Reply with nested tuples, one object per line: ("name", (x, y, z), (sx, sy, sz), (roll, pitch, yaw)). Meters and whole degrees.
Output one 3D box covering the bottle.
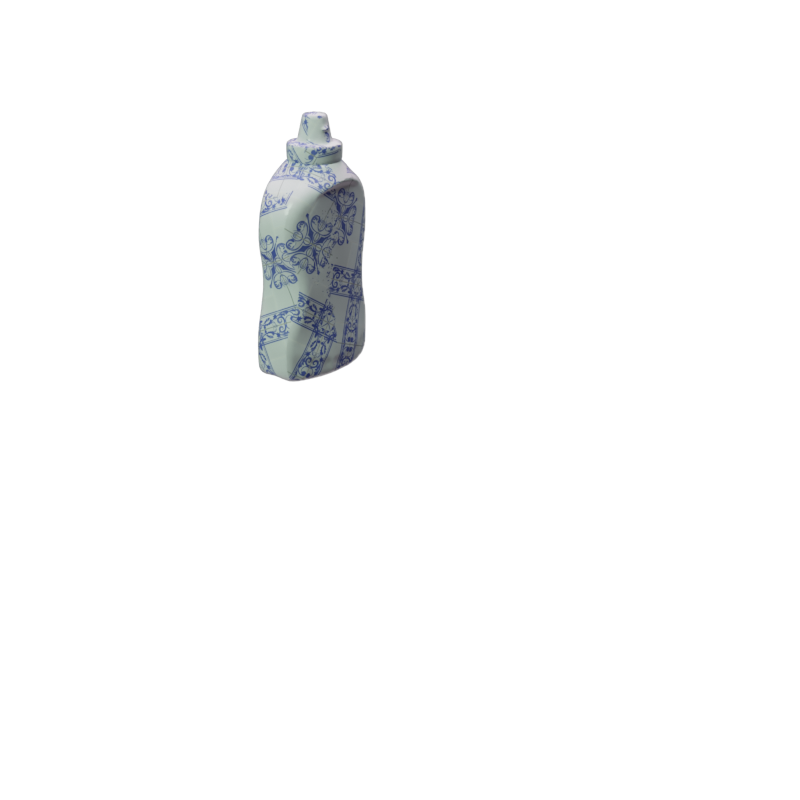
("bottle", (-0.064, -0.117, 0.820), (0.061, 0.184, 0.095), (14, 22, 36))
